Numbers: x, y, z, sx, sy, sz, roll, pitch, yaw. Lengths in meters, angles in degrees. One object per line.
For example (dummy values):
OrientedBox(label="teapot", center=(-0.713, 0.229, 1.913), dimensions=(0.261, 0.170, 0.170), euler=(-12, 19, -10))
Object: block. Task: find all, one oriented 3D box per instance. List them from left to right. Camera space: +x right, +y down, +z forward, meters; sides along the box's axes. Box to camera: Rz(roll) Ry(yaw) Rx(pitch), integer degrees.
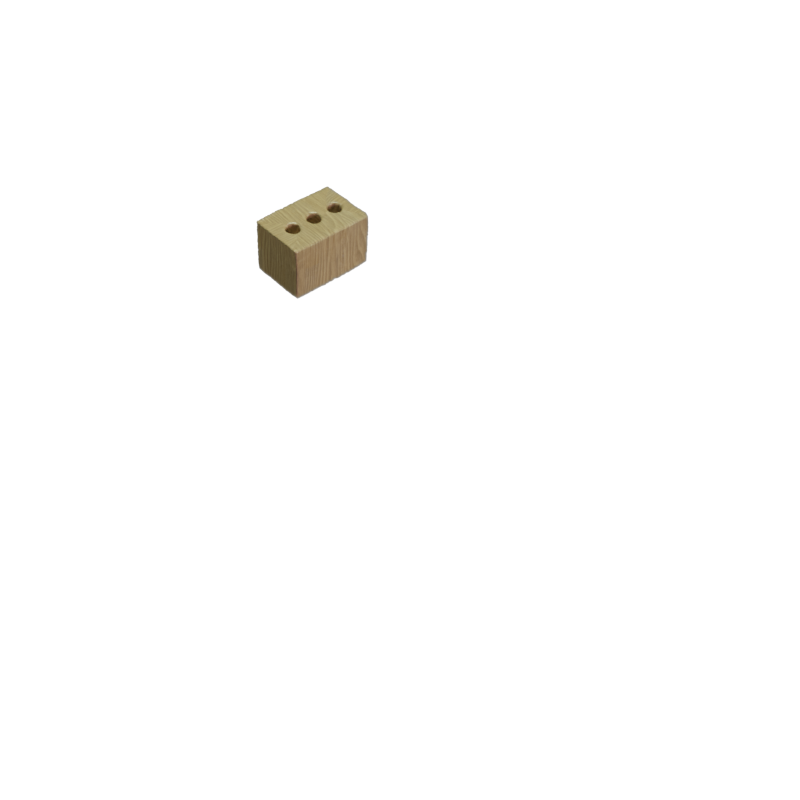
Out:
OrientedBox(label="block", center=(-0.071, -0.130, 0.908), dimensions=(0.078, 0.048, 0.056), euler=(-32, 52, -30))
